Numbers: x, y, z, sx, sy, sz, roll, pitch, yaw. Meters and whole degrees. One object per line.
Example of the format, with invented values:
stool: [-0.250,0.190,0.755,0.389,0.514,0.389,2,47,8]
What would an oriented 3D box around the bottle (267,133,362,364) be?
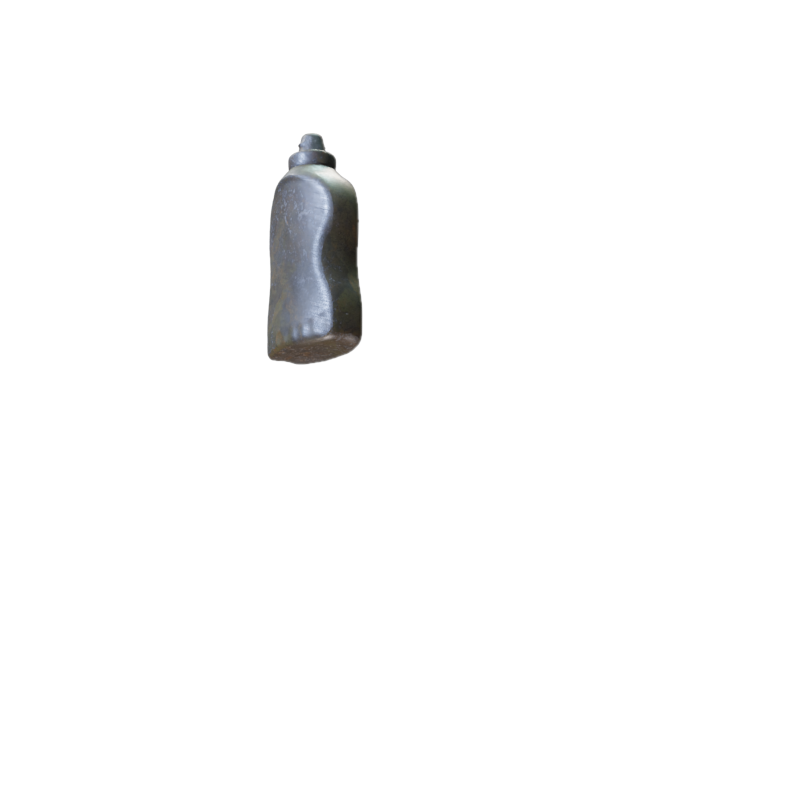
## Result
bottle: [-0.073,-0.132,0.922,0.056,0.200,0.096,12,-22,-34]
